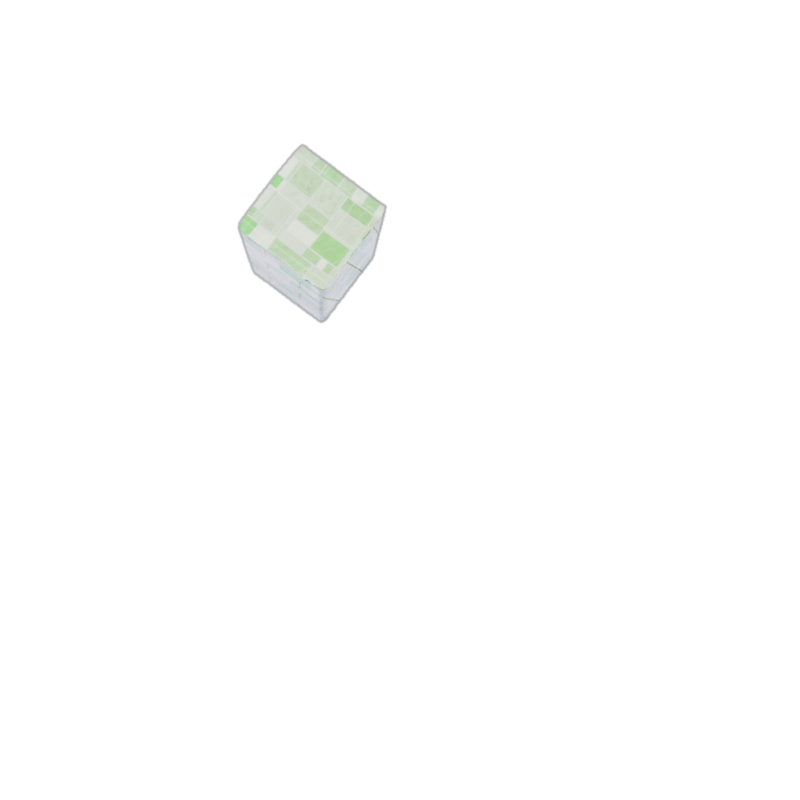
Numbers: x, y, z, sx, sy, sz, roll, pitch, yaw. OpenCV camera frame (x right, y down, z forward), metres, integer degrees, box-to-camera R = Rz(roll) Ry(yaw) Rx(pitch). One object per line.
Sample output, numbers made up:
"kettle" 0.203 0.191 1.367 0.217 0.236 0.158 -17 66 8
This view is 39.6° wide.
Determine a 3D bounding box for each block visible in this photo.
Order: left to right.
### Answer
"block" -0.079 -0.142 0.996 0.091 0.091 0.203 37 -6 0
